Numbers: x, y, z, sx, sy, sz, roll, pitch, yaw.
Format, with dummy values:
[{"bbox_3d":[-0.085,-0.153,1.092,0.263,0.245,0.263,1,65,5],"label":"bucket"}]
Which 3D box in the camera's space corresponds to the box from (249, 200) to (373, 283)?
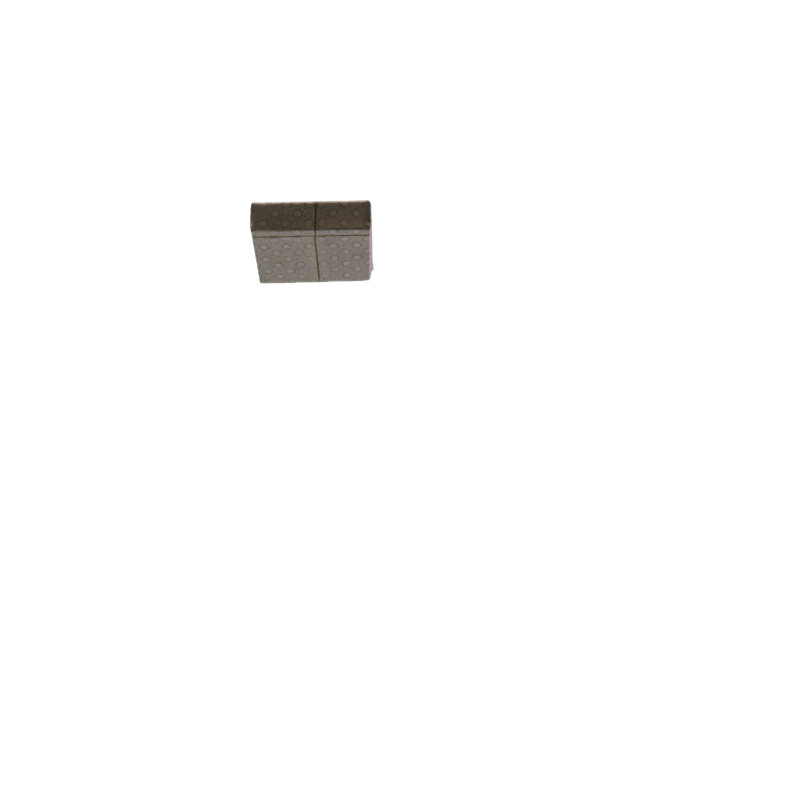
[{"bbox_3d":[-0.065,-0.119,0.833,0.089,0.032,0.068,-1,-28,1],"label":"box"}]
